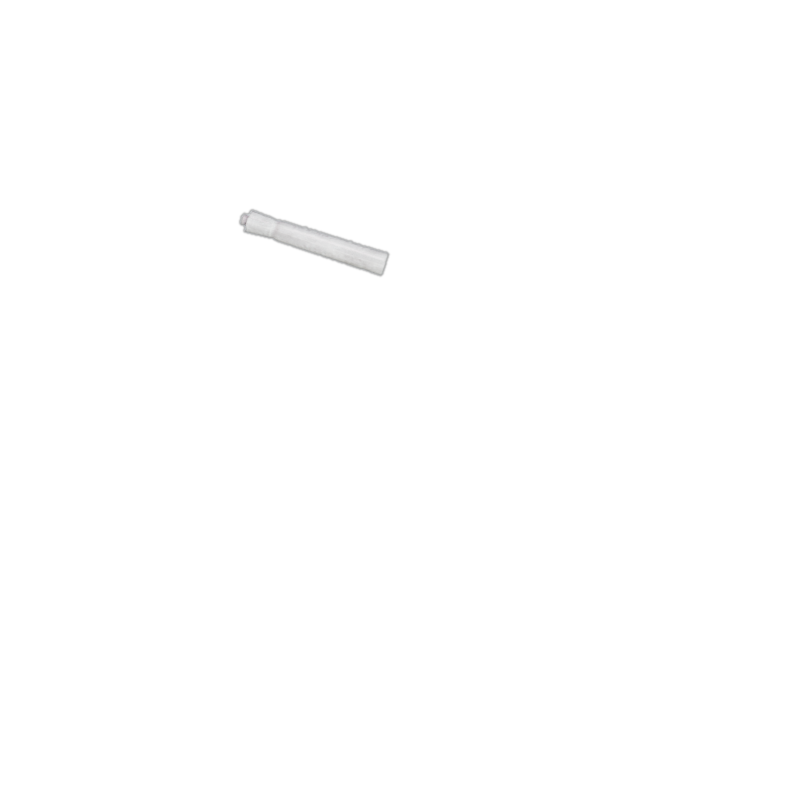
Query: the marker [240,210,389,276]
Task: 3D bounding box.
[{"bbox_3d":[-0.069,-0.126,0.883,0.122,0.020,0.020,19,5,5],"label":"marker"}]
